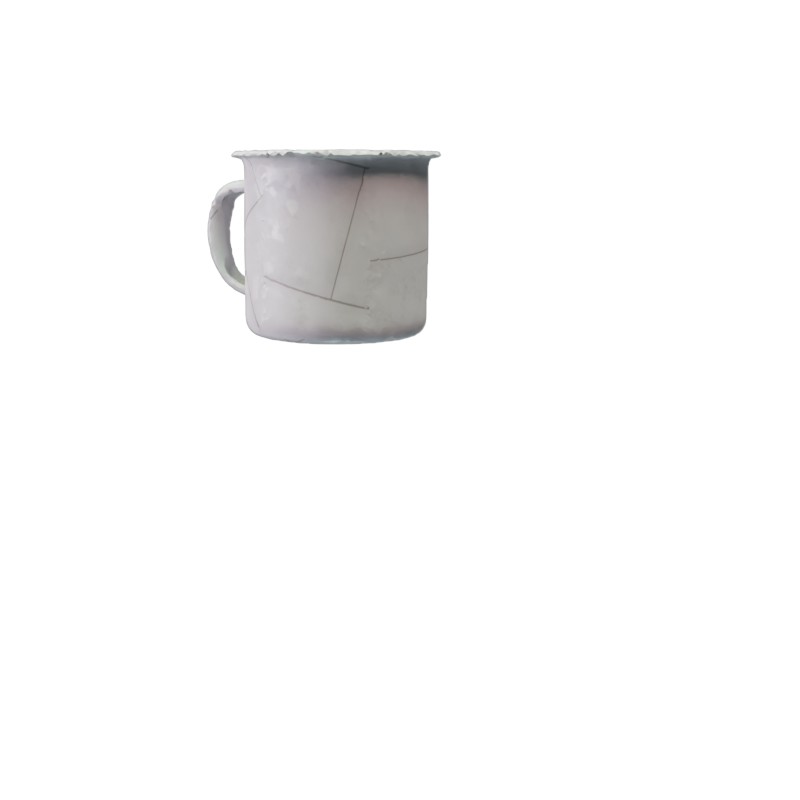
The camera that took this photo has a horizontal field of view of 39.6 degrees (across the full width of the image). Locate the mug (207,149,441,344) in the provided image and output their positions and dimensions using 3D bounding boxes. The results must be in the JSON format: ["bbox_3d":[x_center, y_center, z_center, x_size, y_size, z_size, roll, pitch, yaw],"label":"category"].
[{"bbox_3d":[-0.039,-0.072,0.502,0.122,0.080,0.091,5,10,29],"label":"mug"}]
